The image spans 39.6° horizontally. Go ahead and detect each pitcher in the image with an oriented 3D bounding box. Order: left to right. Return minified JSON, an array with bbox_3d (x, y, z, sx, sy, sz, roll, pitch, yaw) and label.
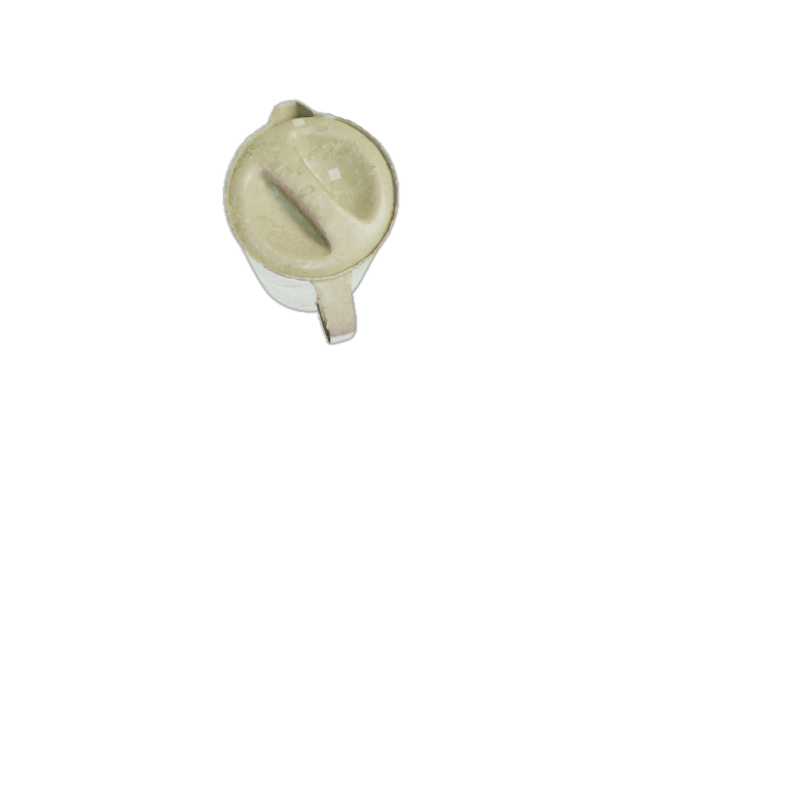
[{"bbox_3d":[-0.074,-0.136,0.951,0.146,0.151,0.238,29,-8,1],"label":"pitcher"}]
